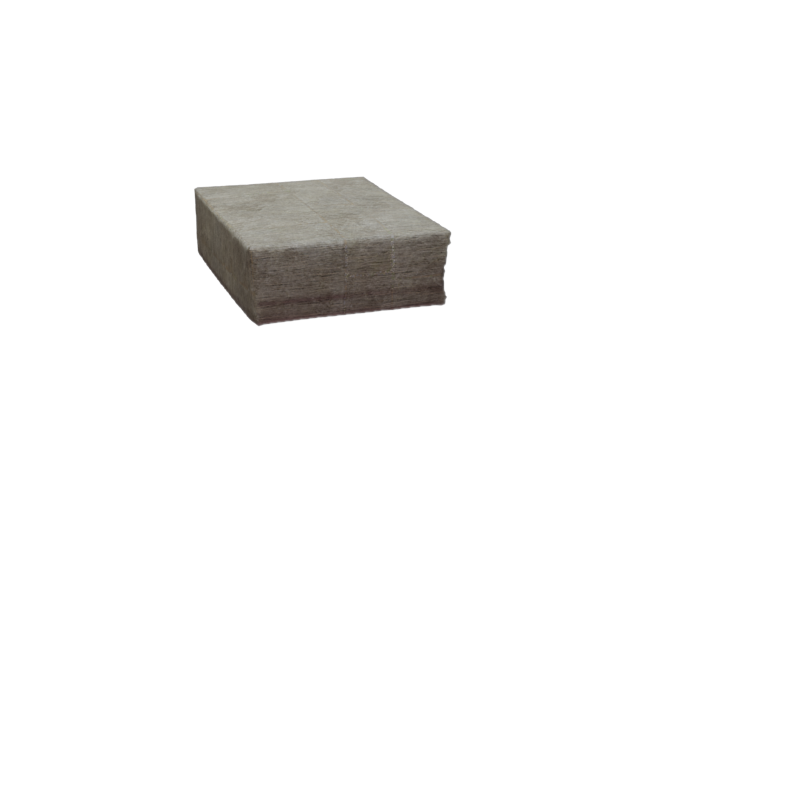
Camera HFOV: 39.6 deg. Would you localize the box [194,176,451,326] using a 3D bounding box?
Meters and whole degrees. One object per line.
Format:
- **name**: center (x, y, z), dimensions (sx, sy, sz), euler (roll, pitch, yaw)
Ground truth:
- **box**: center (-0.040, -0.073, 0.512), dimensions (0.088, 0.037, 0.121), euler (-8, 26, -18)
